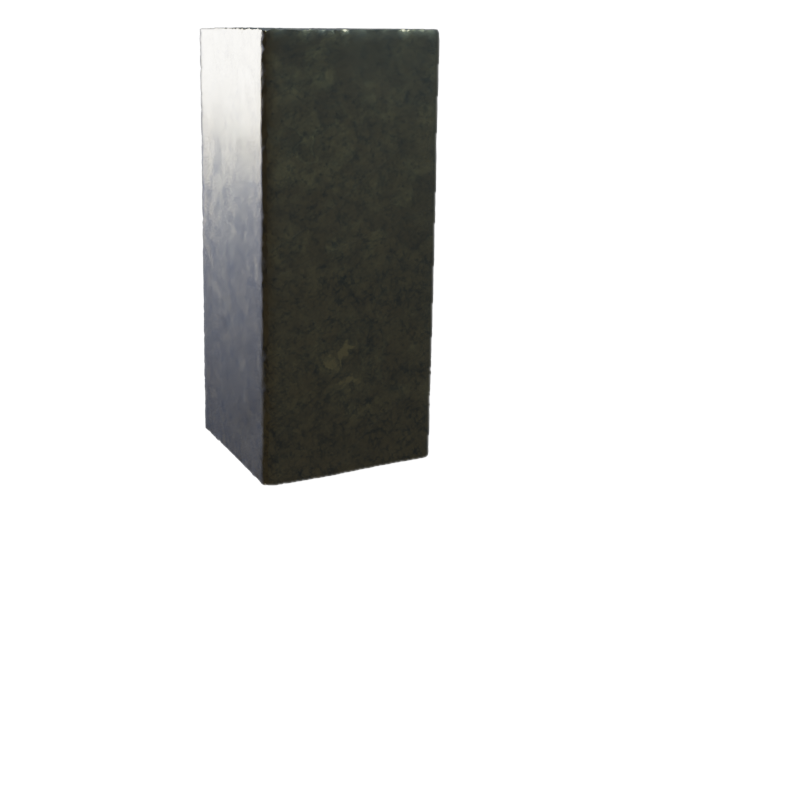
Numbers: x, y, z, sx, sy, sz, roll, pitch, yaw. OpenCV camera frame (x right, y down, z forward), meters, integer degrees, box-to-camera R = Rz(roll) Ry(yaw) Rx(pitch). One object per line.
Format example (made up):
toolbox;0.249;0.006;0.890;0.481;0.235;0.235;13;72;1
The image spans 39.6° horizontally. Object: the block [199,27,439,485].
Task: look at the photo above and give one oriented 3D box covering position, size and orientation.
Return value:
block;-0.042;-0.078;0.543;0.088;0.201;0.096;-5;14;-27
